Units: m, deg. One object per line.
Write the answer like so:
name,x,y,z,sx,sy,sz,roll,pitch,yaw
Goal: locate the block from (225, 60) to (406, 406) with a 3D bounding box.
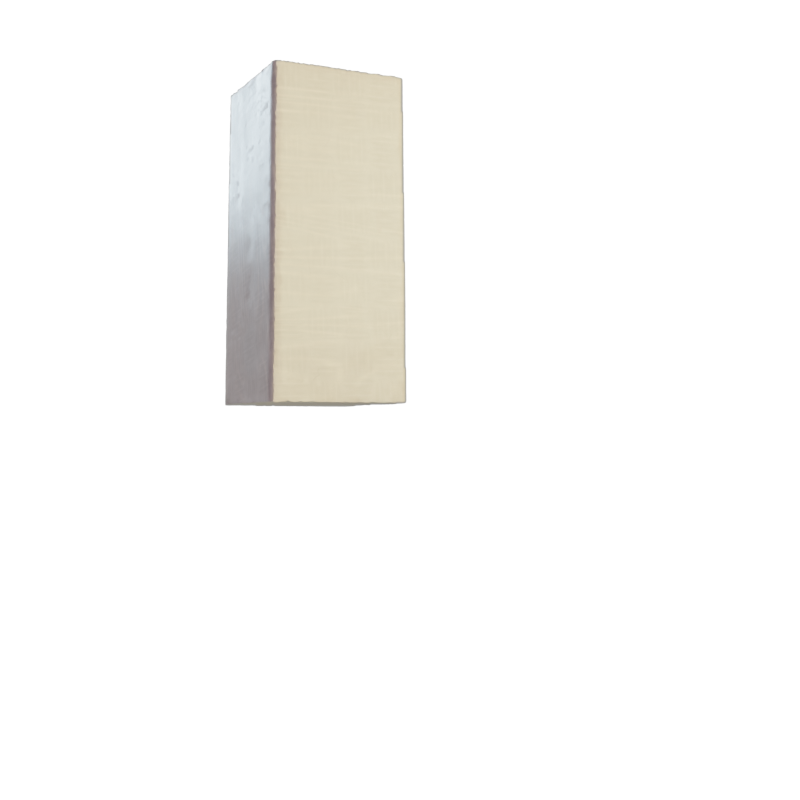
block,-0.056,-0.101,0.710,0.088,0.211,0.091,3,-9,-25
